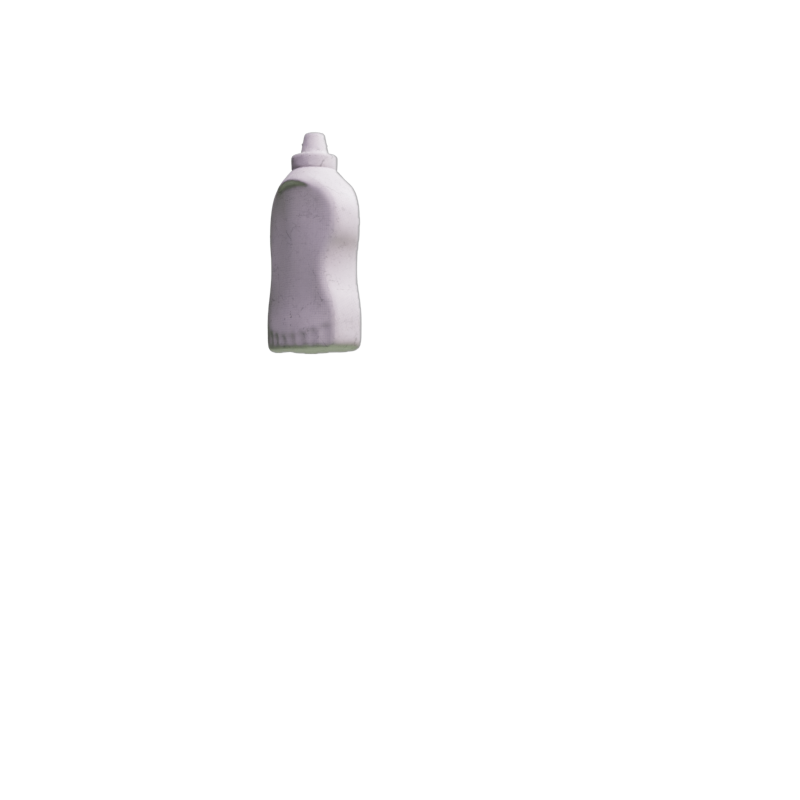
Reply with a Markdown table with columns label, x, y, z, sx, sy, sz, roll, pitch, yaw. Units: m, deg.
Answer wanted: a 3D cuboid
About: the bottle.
| label | x | y | z | sx | sy | sz | roll | pitch | yaw |
| --- | --- | --- | --- | --- | --- | --- | --- | --- | --- |
| bottle | -0.075 | -0.137 | 0.963 | 0.056 | 0.195 | 0.099 | 5 | -9 | -39 |
